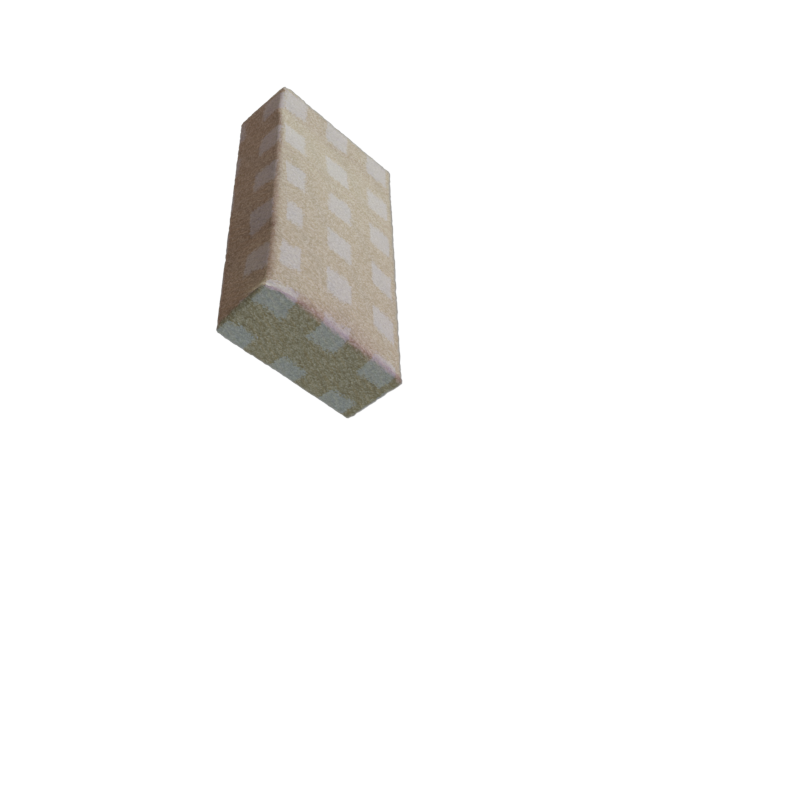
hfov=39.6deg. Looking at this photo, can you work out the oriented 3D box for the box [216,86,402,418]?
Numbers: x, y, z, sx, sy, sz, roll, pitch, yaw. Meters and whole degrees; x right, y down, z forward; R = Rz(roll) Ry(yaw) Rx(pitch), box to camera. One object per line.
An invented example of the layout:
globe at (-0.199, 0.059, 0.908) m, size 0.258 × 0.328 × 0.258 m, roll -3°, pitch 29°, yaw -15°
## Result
box at (-0.047, -0.086, 0.603) m, size 0.088 × 0.189 × 0.047 m, roll 35°, pitch -59°, yaw -30°
